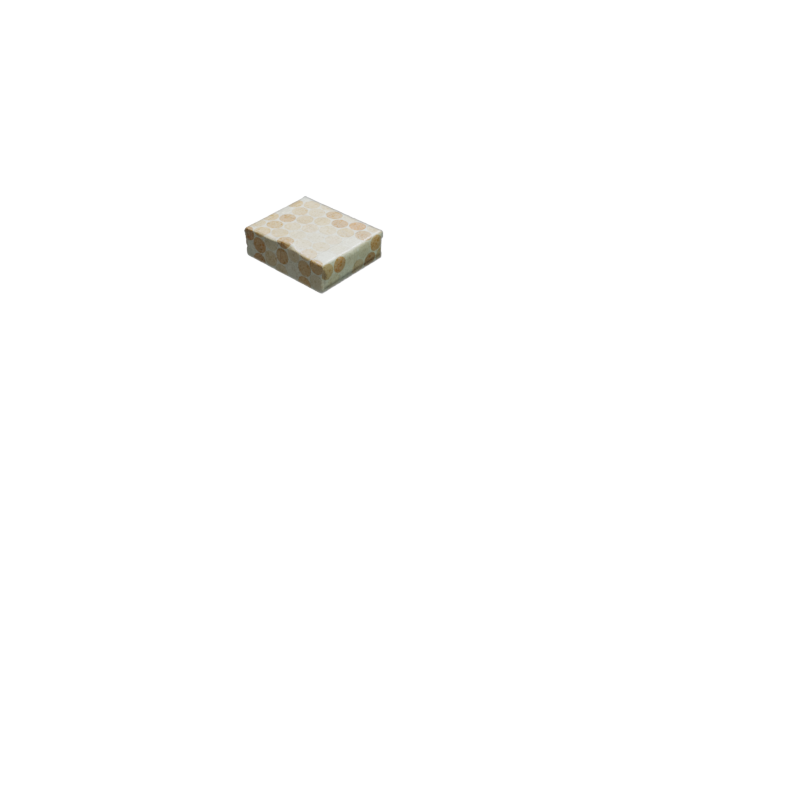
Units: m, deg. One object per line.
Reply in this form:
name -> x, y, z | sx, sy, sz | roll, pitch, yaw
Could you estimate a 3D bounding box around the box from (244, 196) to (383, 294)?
box -> -0.071, -0.129, 0.905 | 0.095, 0.028, 0.073 | 29, 45, 32
